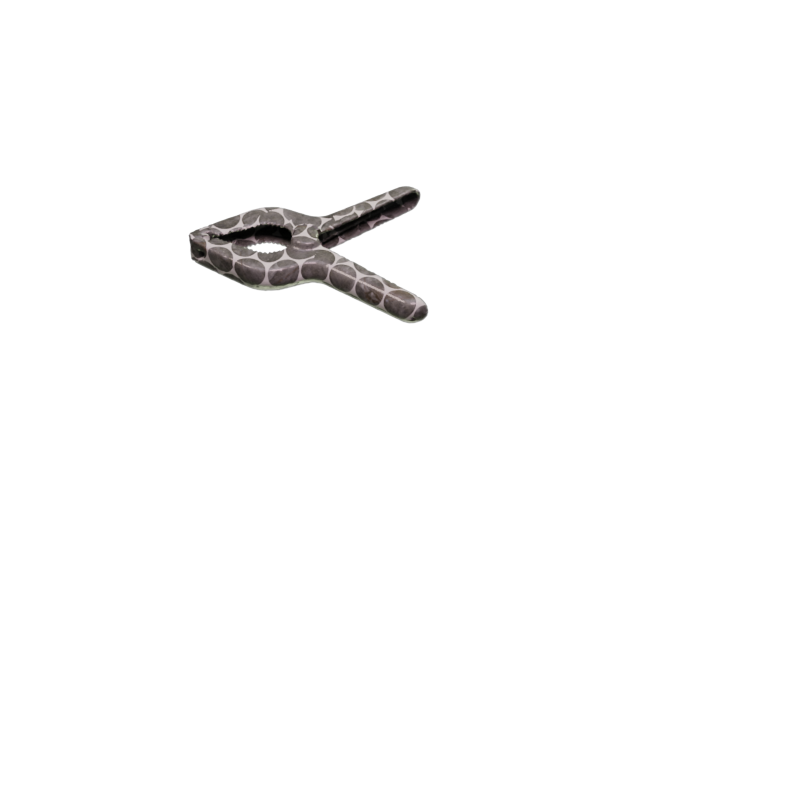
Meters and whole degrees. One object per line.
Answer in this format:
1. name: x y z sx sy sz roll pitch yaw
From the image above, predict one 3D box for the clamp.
1. clamp: -0.075 -0.138 0.963 0.212 0.034 0.175 5 44 5
